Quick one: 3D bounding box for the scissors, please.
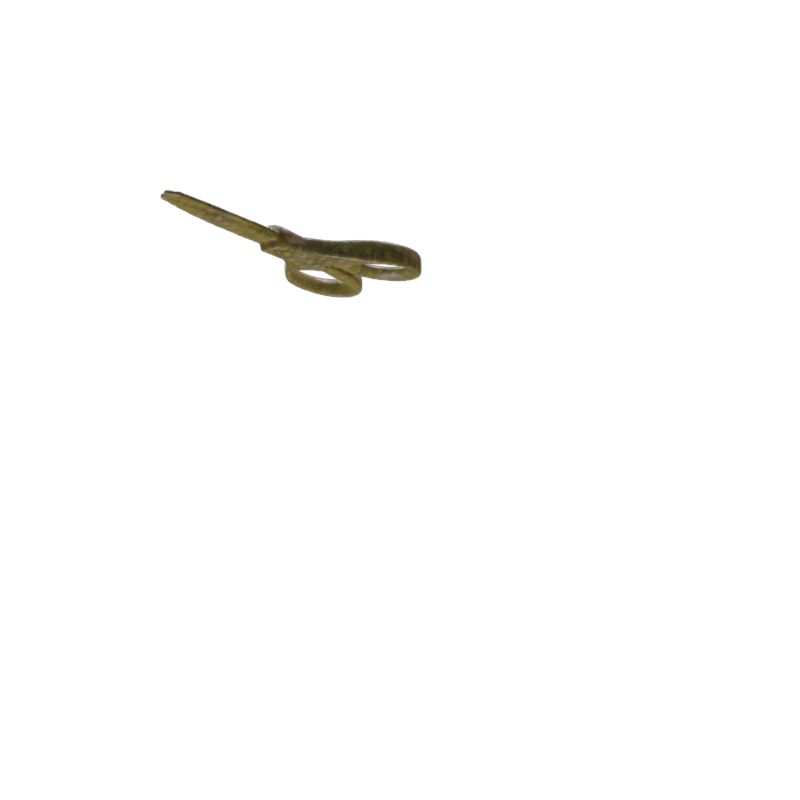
[{"bbox_3d":[-0.050,-0.092,0.643,0.098,0.016,0.191,-3,-11,17],"label":"scissors"}]
